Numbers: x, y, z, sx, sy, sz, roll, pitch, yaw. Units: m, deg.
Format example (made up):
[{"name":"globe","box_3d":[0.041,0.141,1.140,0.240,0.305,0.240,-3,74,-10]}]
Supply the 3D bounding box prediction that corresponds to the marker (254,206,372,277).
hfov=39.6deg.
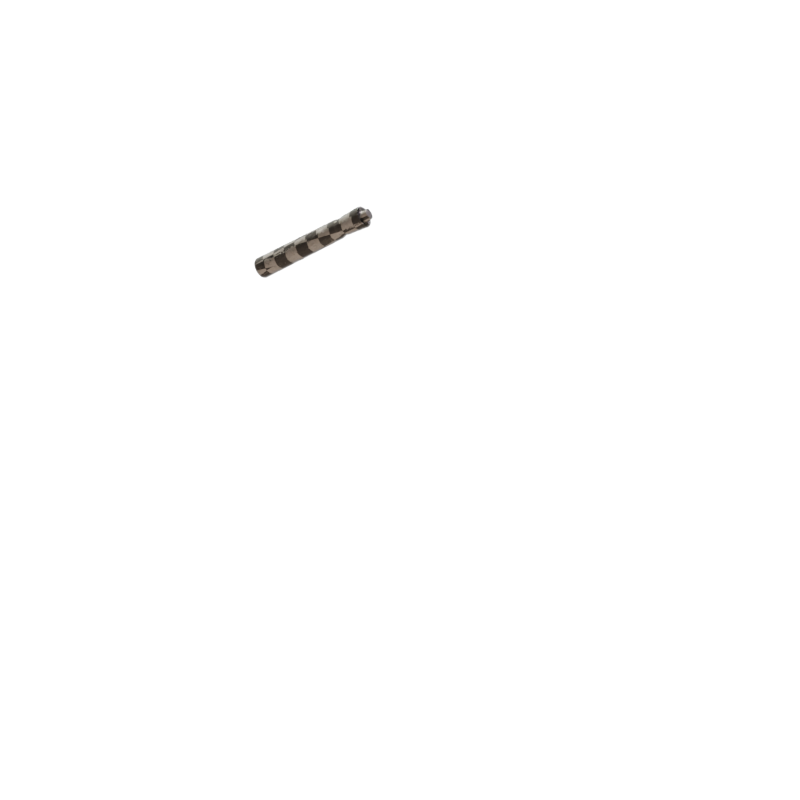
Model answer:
[{"name":"marker","box_3d":[-0.074,-0.136,0.952,0.122,0.020,0.019,-22,-8,31]}]
